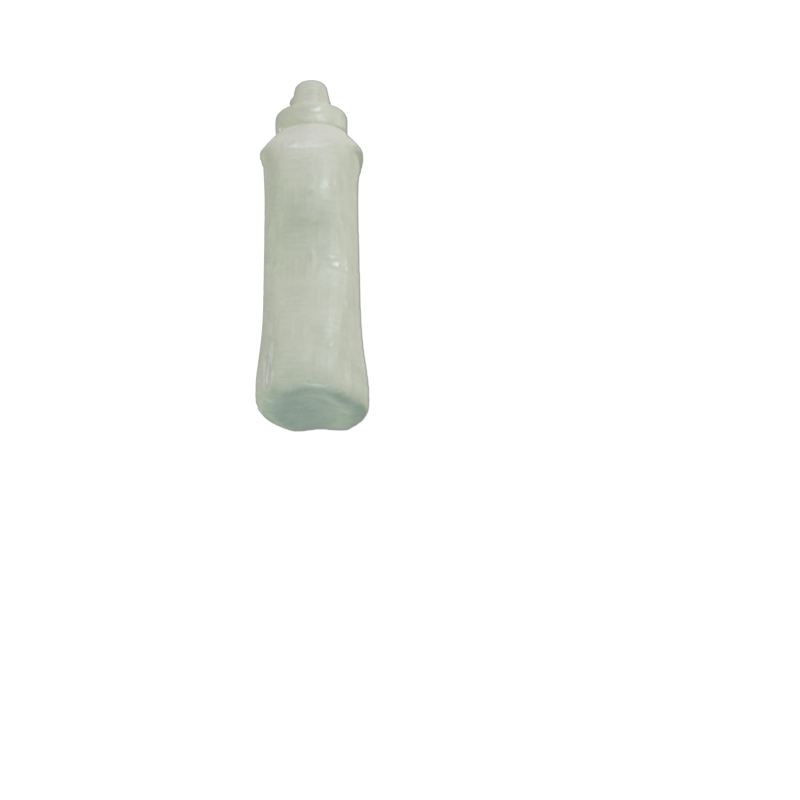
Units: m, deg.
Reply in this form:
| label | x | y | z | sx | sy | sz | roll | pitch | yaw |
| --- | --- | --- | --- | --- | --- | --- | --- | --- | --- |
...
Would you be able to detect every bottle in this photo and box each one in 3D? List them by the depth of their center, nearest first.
| label | x | y | z | sx | sy | sz | roll | pitch | yaw |
| --- | --- | --- | --- | --- | --- | --- | --- | --- | --- |
| bottle | -0.047 | -0.086 | 0.600 | 0.059 | 0.201 | 0.091 | -3 | -20 | 4 |
